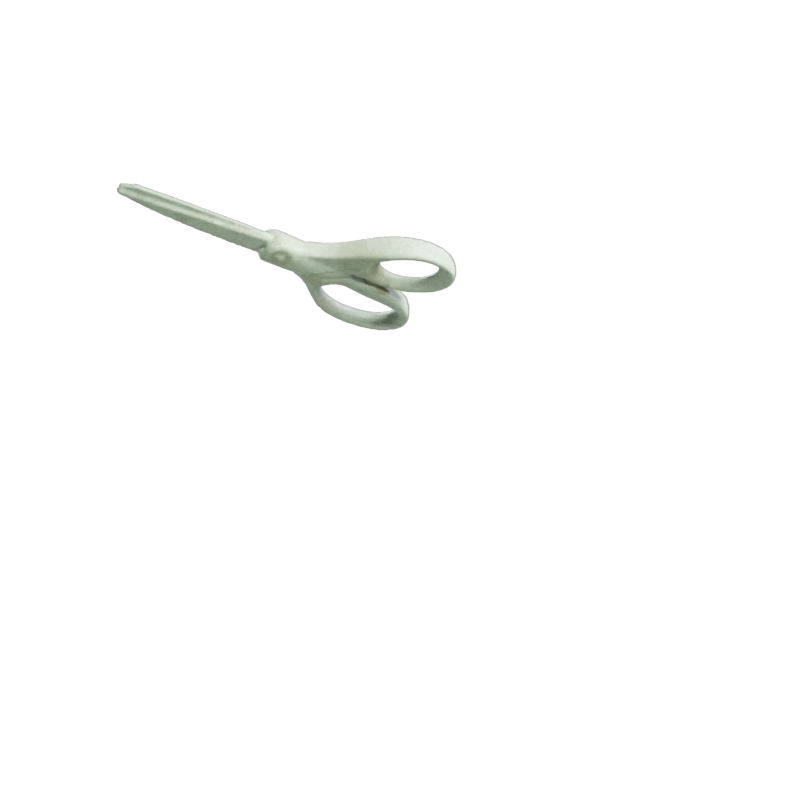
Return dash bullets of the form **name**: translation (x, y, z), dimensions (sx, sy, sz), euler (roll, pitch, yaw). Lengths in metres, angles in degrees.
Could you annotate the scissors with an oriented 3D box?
- **scissors**: translation (-0.047, -0.086, 0.601), dimensions (0.097, 0.017, 0.188), euler (-19, -32, 33)
